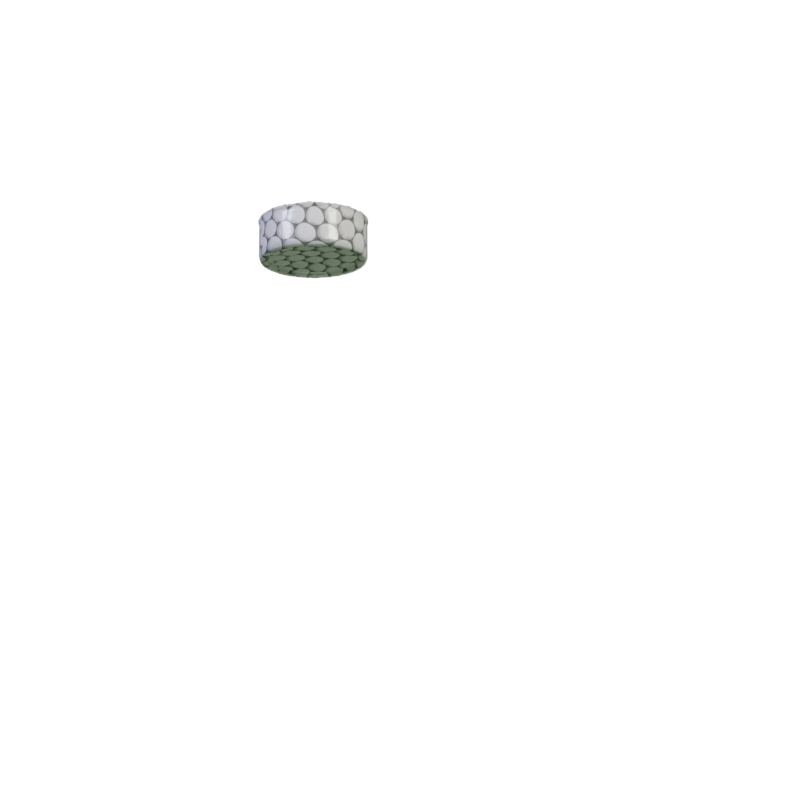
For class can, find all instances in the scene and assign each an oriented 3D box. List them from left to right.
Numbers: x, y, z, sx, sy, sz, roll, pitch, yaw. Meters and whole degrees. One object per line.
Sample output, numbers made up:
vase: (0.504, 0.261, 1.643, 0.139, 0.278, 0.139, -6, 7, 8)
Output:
can: (-0.067, -0.123, 0.861, 0.086, 0.035, 0.083, 0, -14, -2)
